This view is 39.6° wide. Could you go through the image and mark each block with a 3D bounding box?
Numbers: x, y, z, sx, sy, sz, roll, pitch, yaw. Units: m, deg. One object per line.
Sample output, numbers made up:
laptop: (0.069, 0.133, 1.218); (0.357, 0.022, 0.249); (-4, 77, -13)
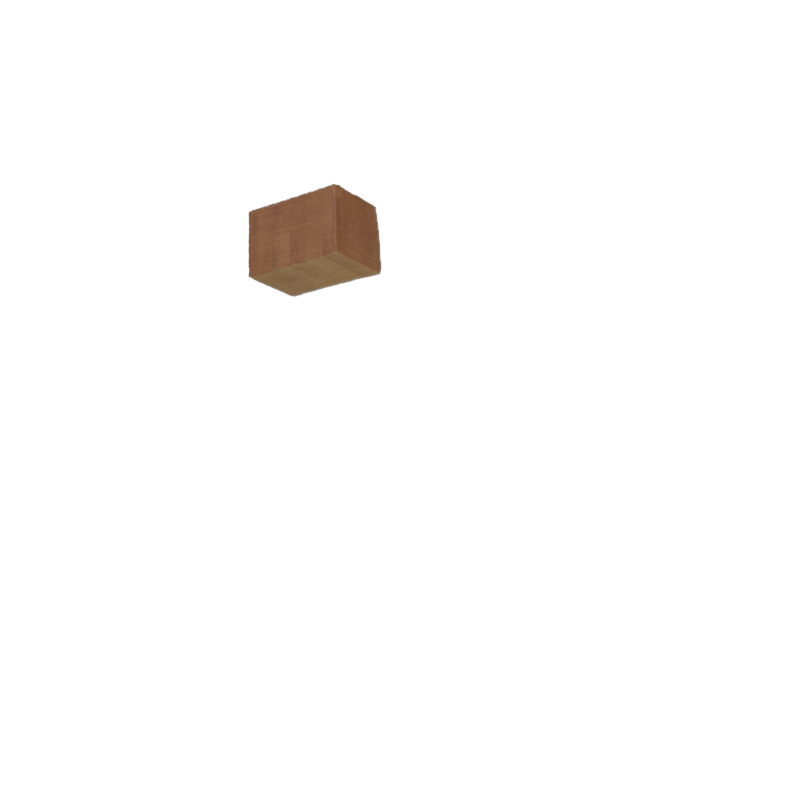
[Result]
block: (-0.060, -0.109, 0.764); (0.079, 0.054, 0.049); (-12, -21, 32)
